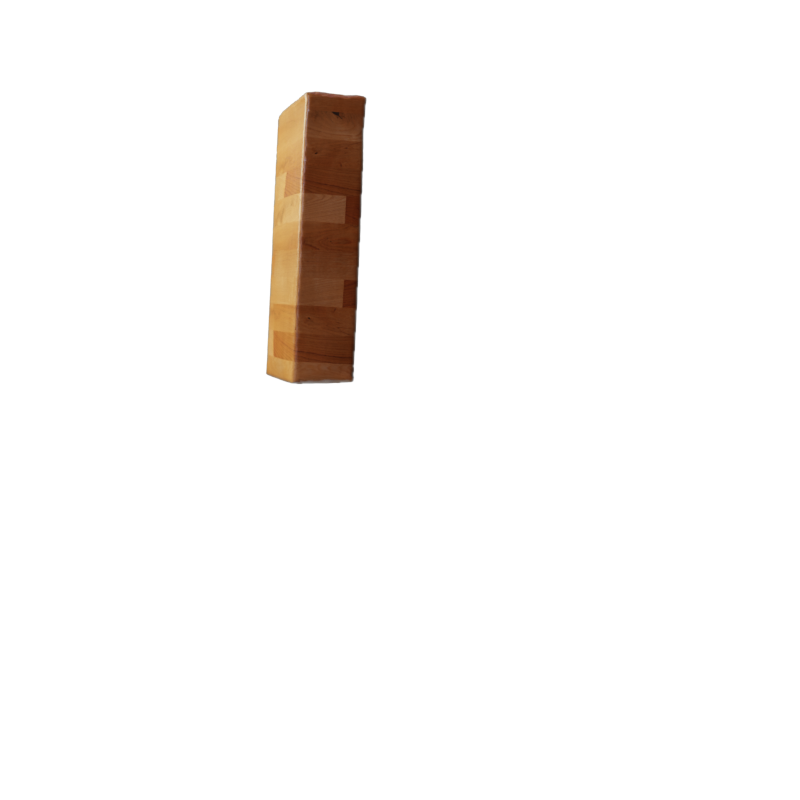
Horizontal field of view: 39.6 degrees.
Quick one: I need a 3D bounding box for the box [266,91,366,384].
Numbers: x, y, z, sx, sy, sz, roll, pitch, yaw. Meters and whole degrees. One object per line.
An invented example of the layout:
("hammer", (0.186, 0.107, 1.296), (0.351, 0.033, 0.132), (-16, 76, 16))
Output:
("box", (-0.056, -0.101, 0.706), (0.047, 0.178, 0.095), (1, -2, -16))
